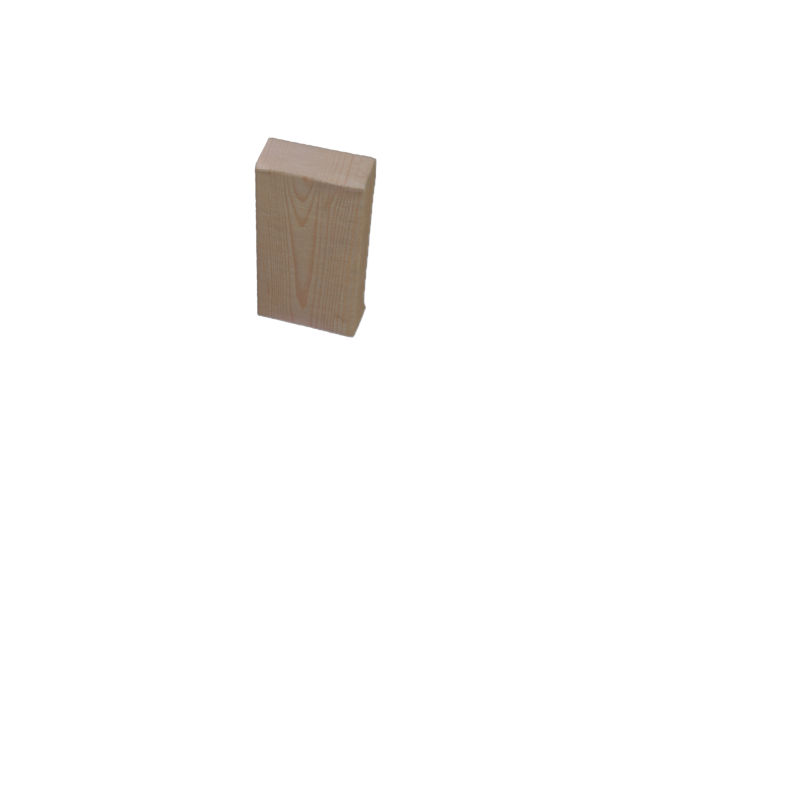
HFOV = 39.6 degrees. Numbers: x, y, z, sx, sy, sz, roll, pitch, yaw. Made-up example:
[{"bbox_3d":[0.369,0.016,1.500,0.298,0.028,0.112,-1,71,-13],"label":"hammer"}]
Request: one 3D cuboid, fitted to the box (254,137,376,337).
[{"bbox_3d":[-0.073,-0.133,0.930,0.095,0.051,0.164,14,-39,8],"label":"box"}]
